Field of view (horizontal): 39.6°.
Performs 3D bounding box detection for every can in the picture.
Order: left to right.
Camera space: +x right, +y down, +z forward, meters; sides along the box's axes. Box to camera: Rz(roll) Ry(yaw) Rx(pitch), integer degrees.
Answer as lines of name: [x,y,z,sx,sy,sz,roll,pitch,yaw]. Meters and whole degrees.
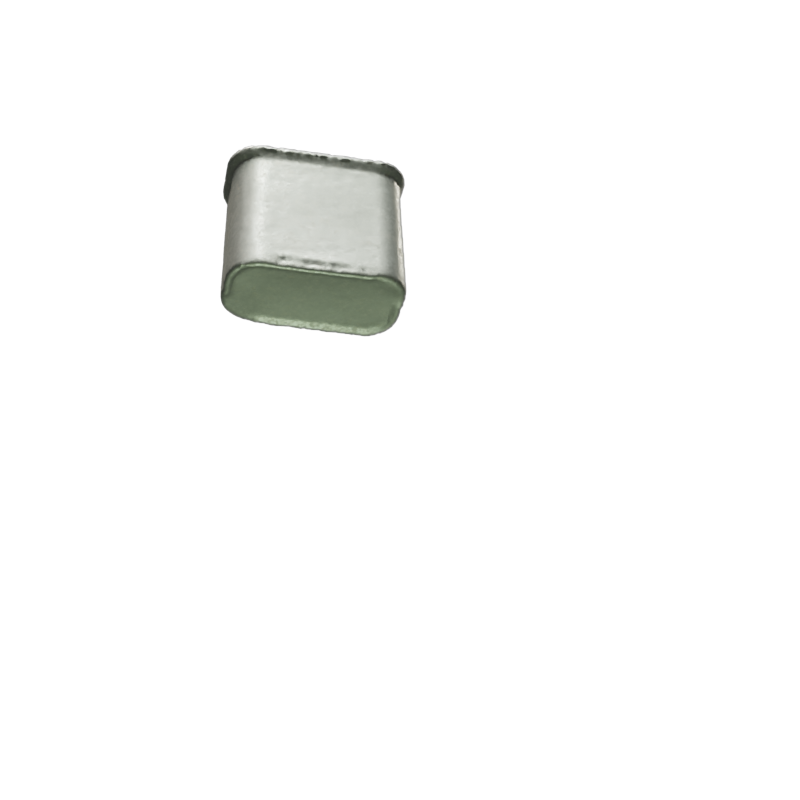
can: [-0.048,-0.087,0.609,0.100,0.090,0.054,6,-38,-10]
